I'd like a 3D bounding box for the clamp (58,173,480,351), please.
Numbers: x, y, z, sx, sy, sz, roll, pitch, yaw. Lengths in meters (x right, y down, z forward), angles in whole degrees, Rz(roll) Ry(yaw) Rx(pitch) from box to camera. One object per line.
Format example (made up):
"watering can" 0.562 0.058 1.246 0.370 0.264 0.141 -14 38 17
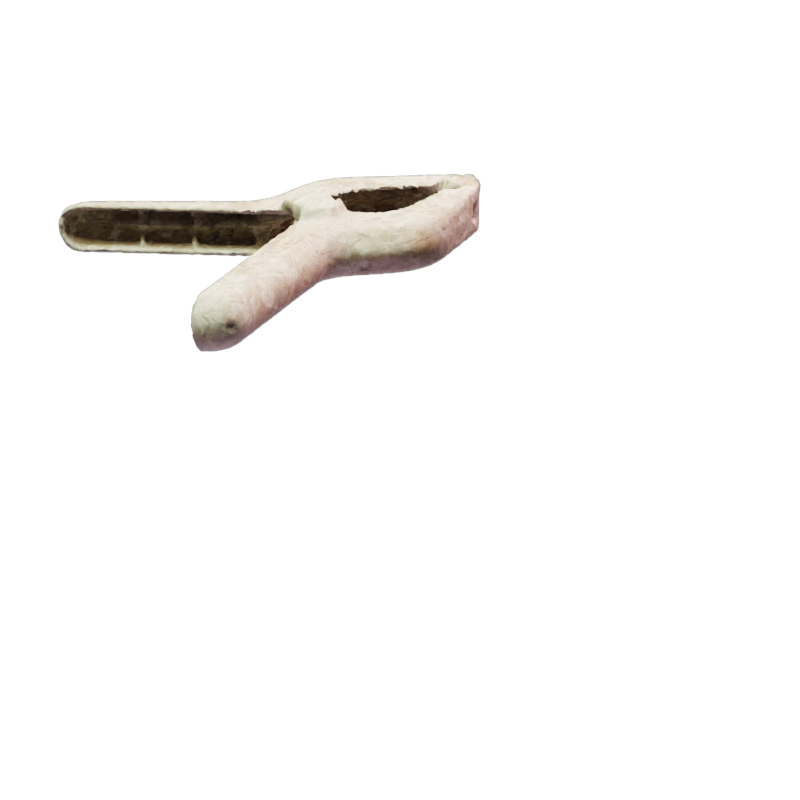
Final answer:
"clamp" -0.041 -0.075 0.528 0.206 0.035 0.176 -12 29 -24
